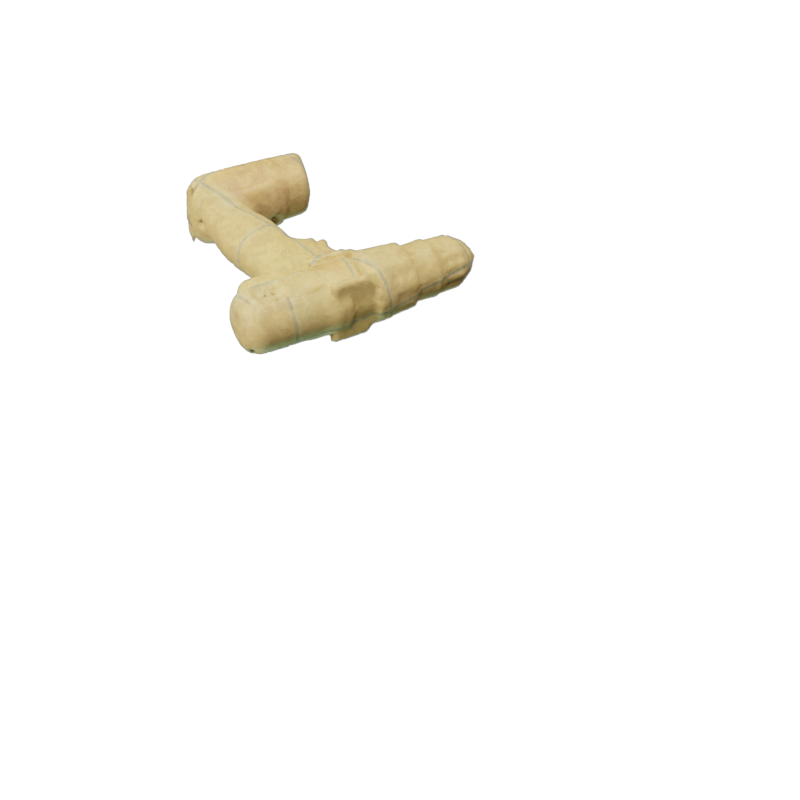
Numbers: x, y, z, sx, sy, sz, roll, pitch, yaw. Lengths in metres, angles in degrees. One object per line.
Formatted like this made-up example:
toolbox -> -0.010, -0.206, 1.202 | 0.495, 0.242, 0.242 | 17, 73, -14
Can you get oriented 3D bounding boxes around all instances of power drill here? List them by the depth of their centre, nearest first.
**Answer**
power drill -> -0.064, -0.117, 0.822 | 0.182, 0.054, 0.203 | -18, 40, -23
